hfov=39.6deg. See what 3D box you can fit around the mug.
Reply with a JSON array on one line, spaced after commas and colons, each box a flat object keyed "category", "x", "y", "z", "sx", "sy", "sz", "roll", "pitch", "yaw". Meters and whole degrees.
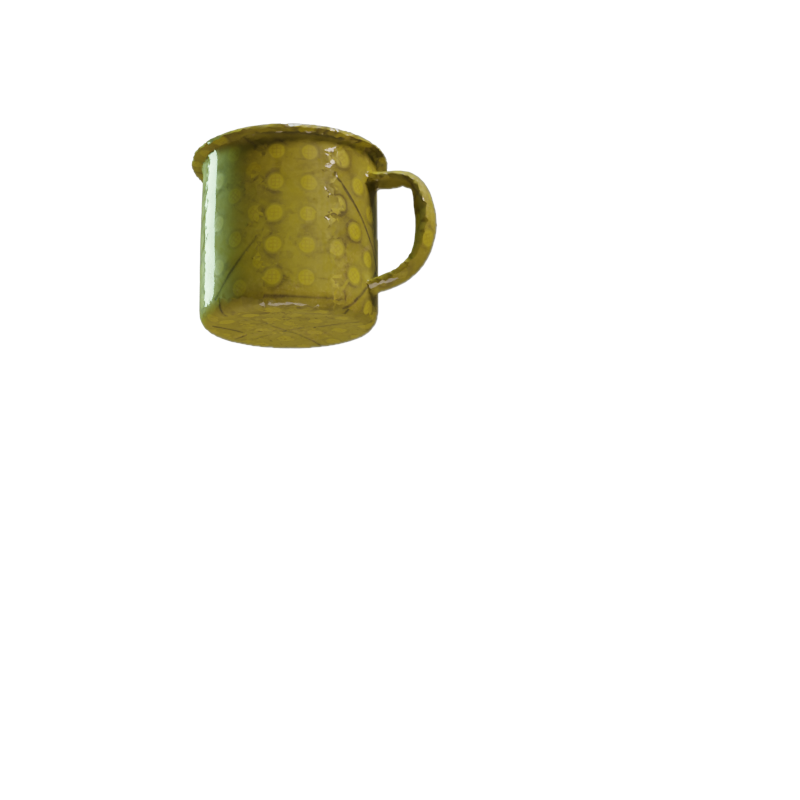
[{"category": "mug", "x": -0.040, "y": -0.073, "z": 0.510, "sx": 0.119, "sy": 0.085, "sz": 0.088, "roll": -5, "pitch": -16, "yaw": 18}]
